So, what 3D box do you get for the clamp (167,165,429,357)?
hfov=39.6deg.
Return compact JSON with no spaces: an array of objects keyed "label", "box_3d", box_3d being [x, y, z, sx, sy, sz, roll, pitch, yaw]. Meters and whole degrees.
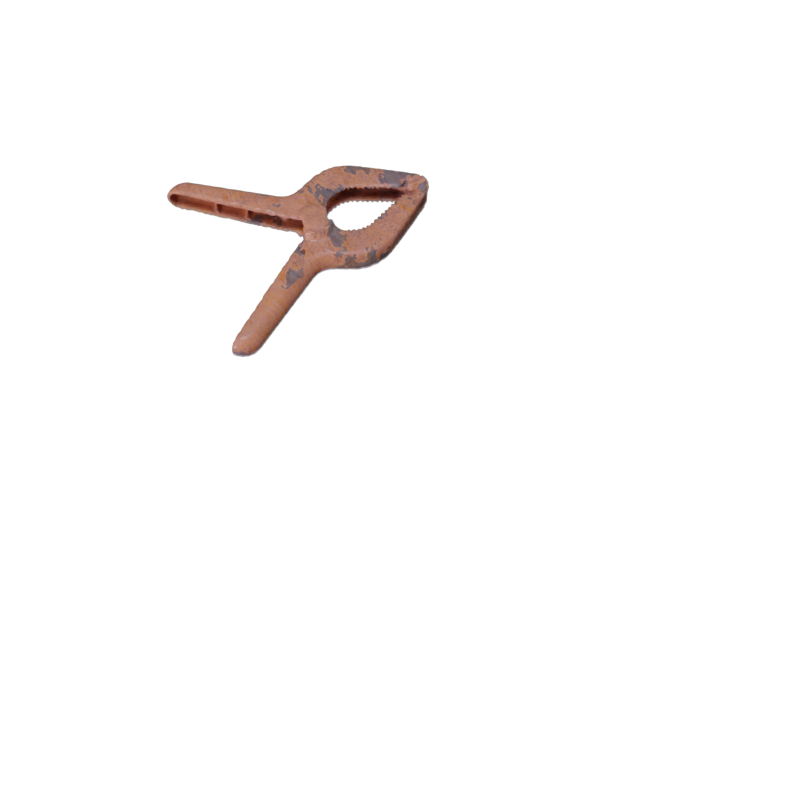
[{"label":"clamp","box_3d":[-0.071,-0.129,0.901,0.209,0.175,0.034,-15,-26,-8]}]
